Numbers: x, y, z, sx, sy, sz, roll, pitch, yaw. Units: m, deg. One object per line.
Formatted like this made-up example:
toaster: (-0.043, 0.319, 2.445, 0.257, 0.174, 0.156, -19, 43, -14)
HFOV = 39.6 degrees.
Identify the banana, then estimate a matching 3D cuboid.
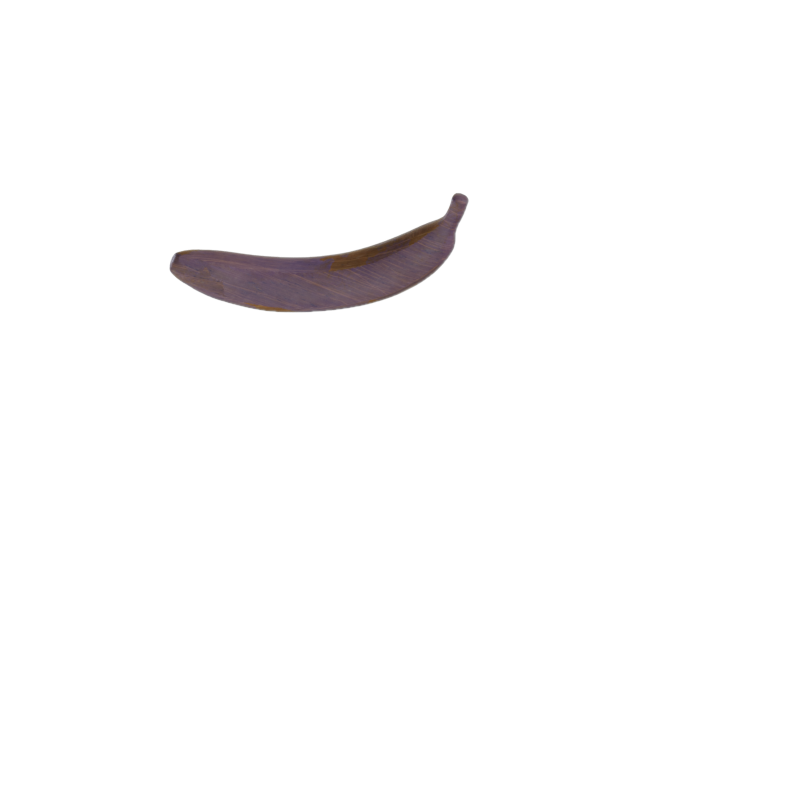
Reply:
banana: (-0.049, -0.089, 0.727, 0.199, 0.065, 0.039, -12, 29, 6)
